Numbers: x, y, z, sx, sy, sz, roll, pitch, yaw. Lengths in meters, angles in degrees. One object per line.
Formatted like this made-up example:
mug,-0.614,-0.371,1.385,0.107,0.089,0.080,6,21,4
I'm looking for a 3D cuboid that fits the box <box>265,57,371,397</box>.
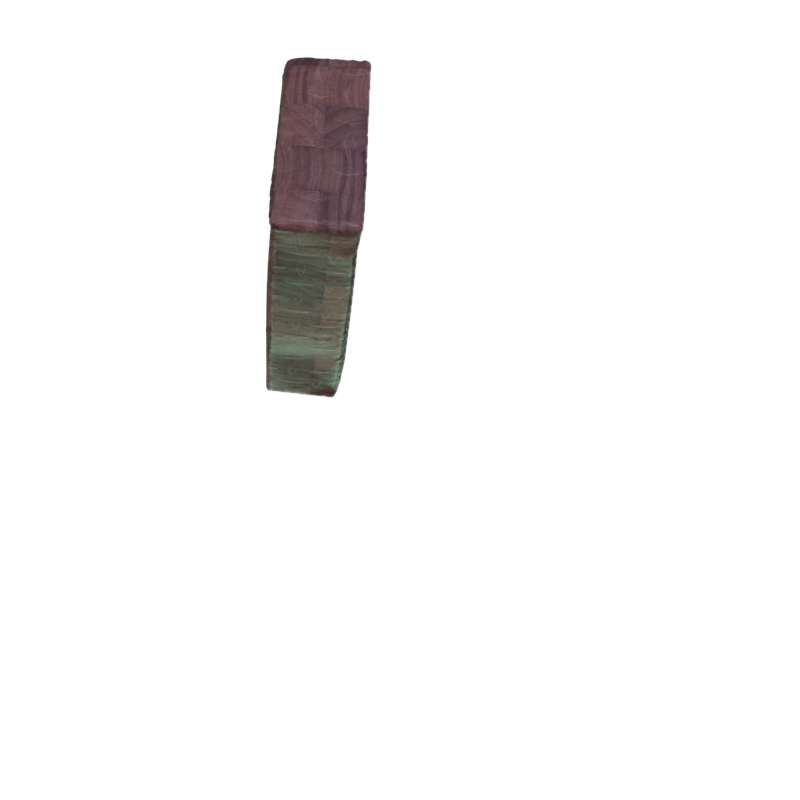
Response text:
box,-0.043,-0.078,0.548,0.048,0.099,0.166,3,-26,-3
